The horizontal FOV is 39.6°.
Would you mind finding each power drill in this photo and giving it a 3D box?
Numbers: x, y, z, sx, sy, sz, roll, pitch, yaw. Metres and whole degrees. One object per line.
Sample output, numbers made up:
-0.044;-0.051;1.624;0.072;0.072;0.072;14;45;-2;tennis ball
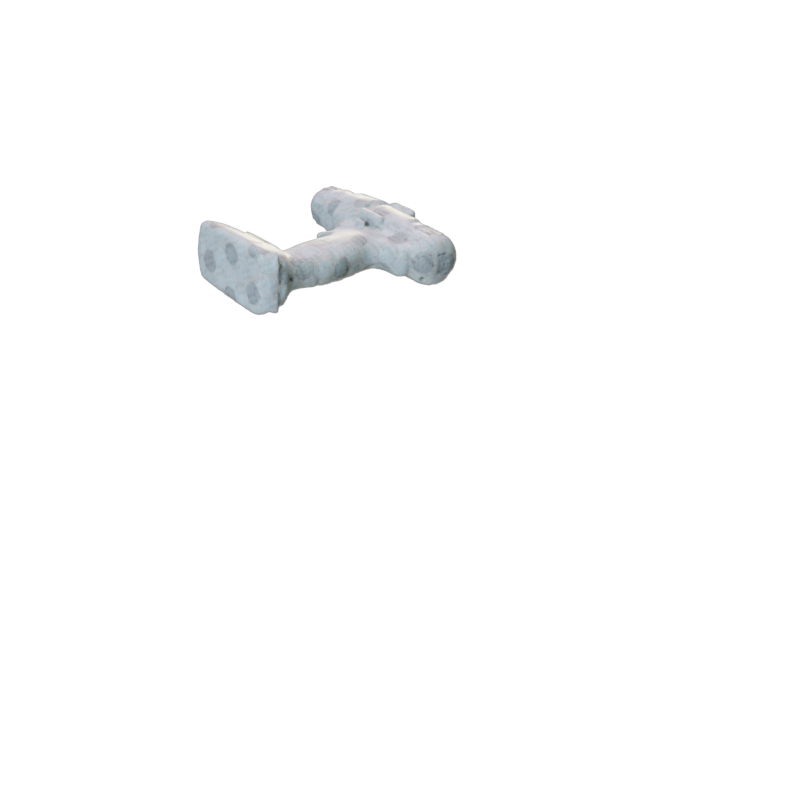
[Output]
-0.074;-0.135;0.947;0.184;0.055;0.197;-17;31;-32;power drill
